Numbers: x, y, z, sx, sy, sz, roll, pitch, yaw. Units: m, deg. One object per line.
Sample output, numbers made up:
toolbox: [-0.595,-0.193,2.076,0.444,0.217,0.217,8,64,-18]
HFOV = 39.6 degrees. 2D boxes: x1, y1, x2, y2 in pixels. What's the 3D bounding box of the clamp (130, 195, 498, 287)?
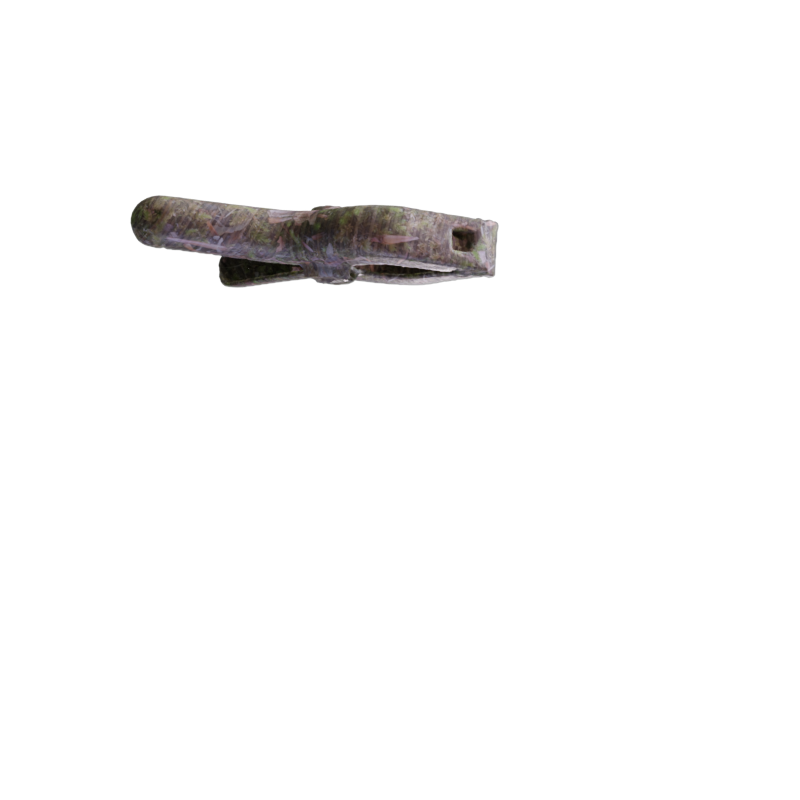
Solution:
clamp: [-0.042,-0.077,0.543,0.176,0.040,0.115,0,-1,25]
